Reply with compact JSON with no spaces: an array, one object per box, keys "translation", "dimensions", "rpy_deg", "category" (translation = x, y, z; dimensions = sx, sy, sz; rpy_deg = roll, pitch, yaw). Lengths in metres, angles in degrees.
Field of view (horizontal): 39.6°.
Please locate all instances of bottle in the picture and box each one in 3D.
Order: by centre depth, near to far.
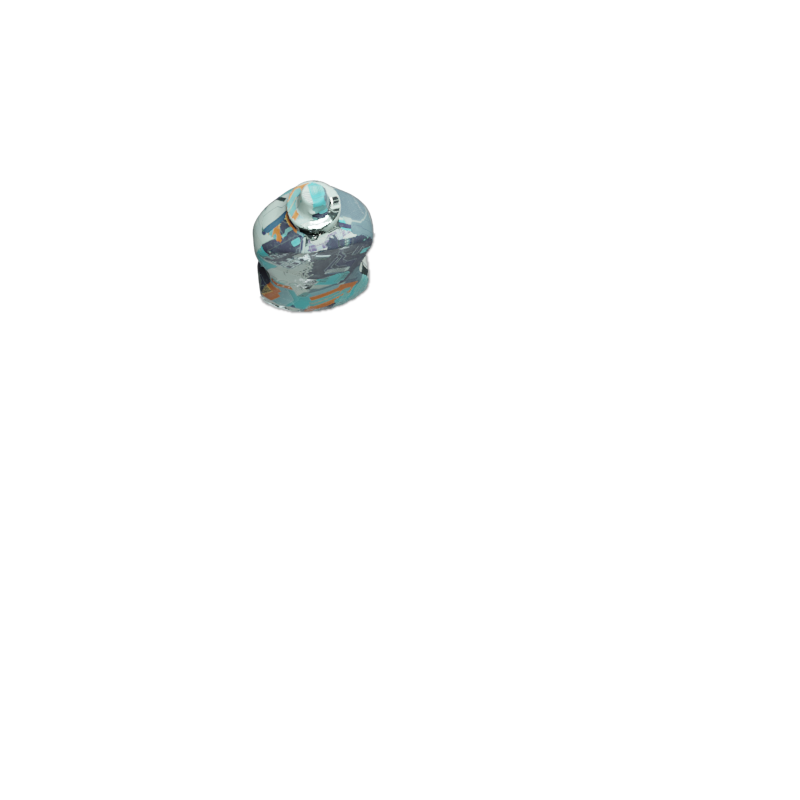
[{"translation":[-0.070,-0.127,0.895],"dimensions":[0.096,0.061,0.184],"rpy_deg":[-5,-15,-5],"category":"bottle"}]
